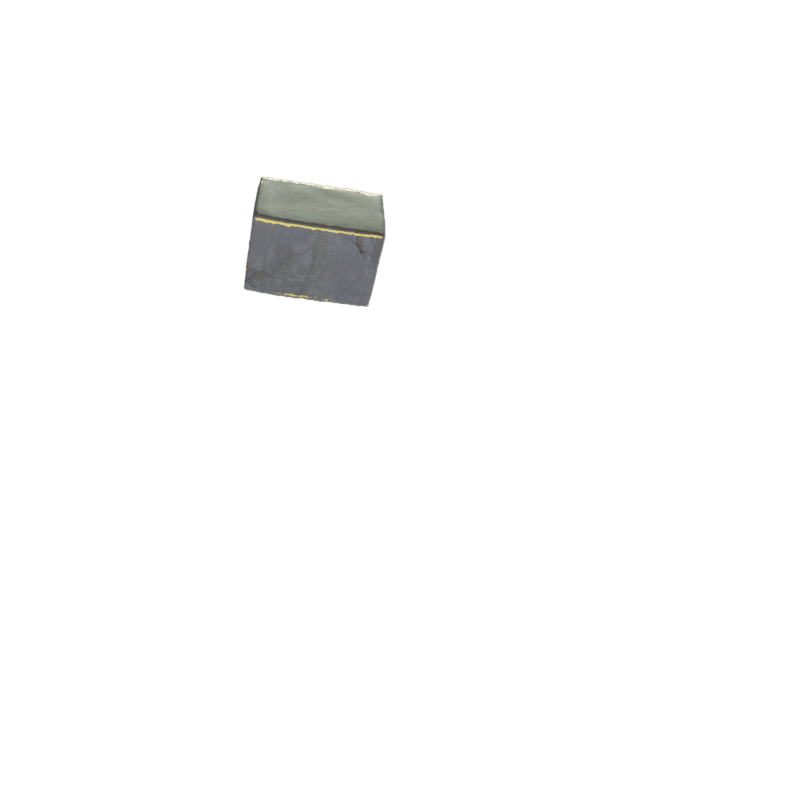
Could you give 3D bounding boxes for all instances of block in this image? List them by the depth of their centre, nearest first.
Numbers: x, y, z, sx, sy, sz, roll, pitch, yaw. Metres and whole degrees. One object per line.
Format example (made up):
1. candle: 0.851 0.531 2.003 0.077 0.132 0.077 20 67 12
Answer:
1. block: -0.052 -0.094 0.662 0.077 0.050 0.055 8 34 -7
